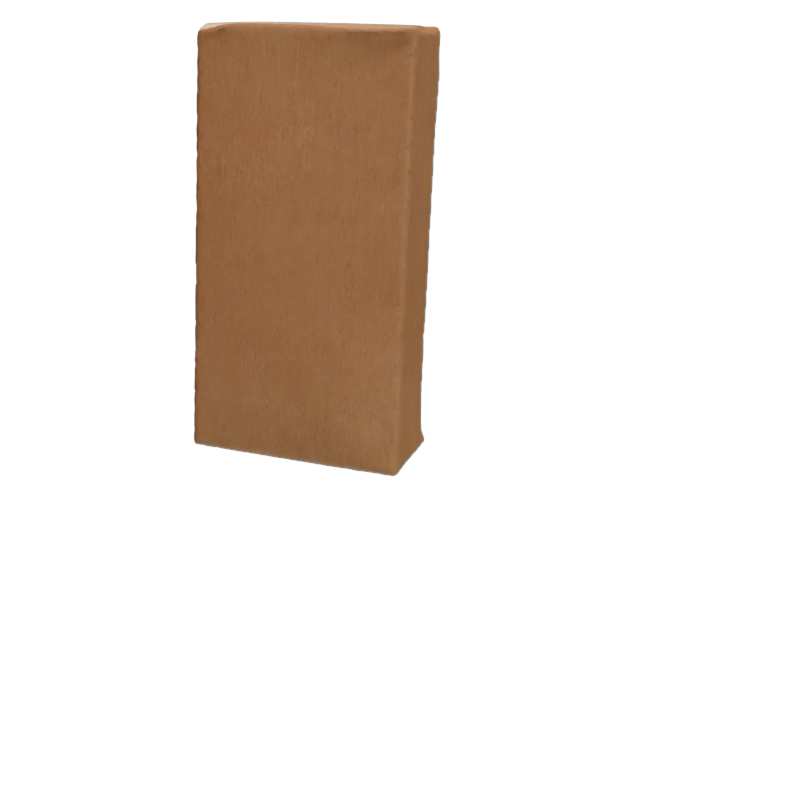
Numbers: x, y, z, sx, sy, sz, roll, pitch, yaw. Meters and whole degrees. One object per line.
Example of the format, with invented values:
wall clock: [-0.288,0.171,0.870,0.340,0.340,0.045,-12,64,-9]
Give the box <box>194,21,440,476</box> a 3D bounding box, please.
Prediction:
box: [-0.036,-0.065,0.453,0.096,0.171,0.048,6,14,18]
